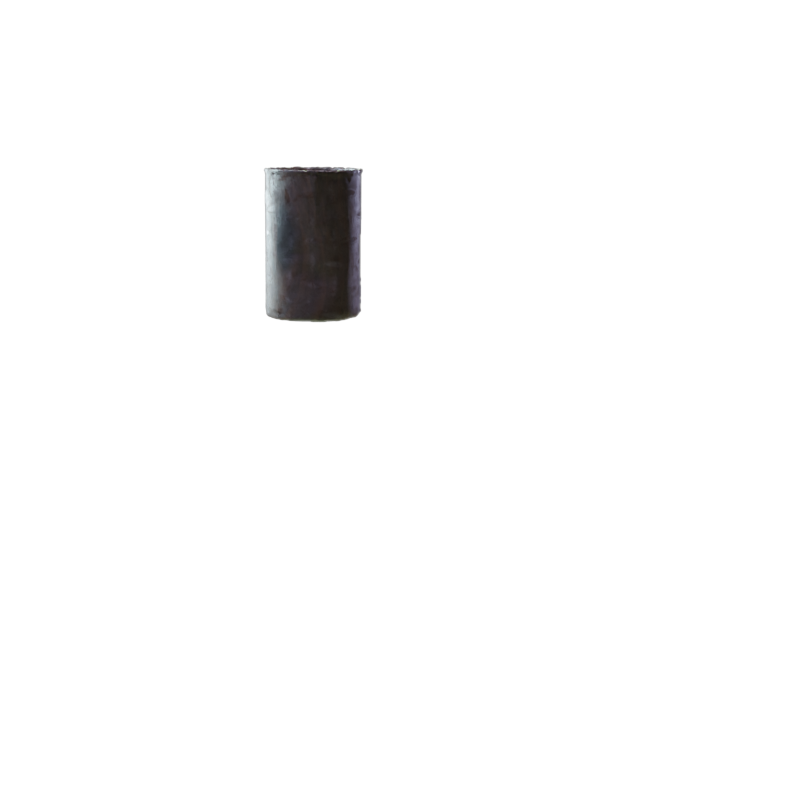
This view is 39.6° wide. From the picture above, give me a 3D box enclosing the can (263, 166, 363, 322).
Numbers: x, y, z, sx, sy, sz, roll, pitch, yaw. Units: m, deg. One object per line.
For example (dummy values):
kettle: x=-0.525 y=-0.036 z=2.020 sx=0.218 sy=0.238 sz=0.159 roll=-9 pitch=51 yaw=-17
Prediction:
can: x=-0.060 y=-0.109 z=0.766 sx=0.068 sy=0.101 sz=0.070 roll=0 pitch=8 yaw=-2
